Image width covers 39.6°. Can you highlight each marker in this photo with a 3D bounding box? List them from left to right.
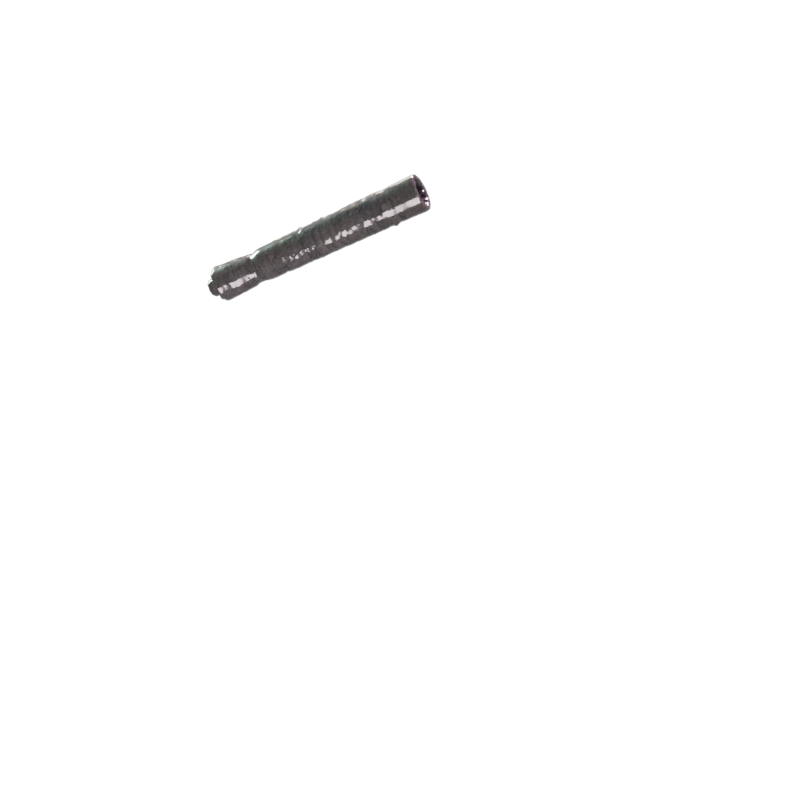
[{"bbox_3d":[-0.043,-0.078,0.544,0.121,0.020,0.019,-22,-4,20],"label":"marker"}]
